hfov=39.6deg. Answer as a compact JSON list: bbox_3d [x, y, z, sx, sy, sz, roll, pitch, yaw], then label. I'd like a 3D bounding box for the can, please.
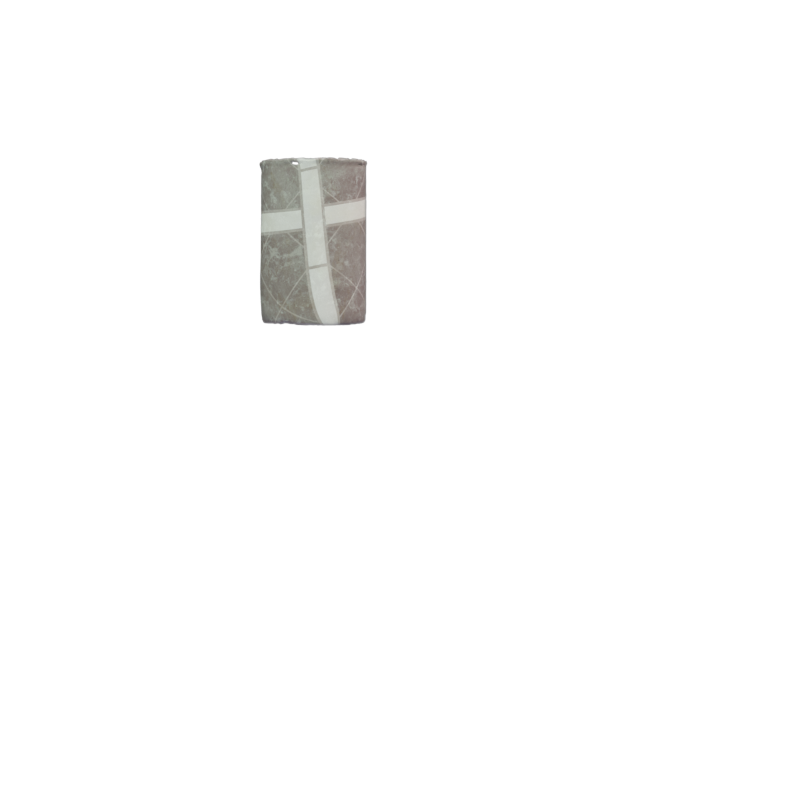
[{"bbox_3d":[-0.055,-0.100,0.700,0.068,0.102,0.069,0,2,-2],"label":"can"}]
